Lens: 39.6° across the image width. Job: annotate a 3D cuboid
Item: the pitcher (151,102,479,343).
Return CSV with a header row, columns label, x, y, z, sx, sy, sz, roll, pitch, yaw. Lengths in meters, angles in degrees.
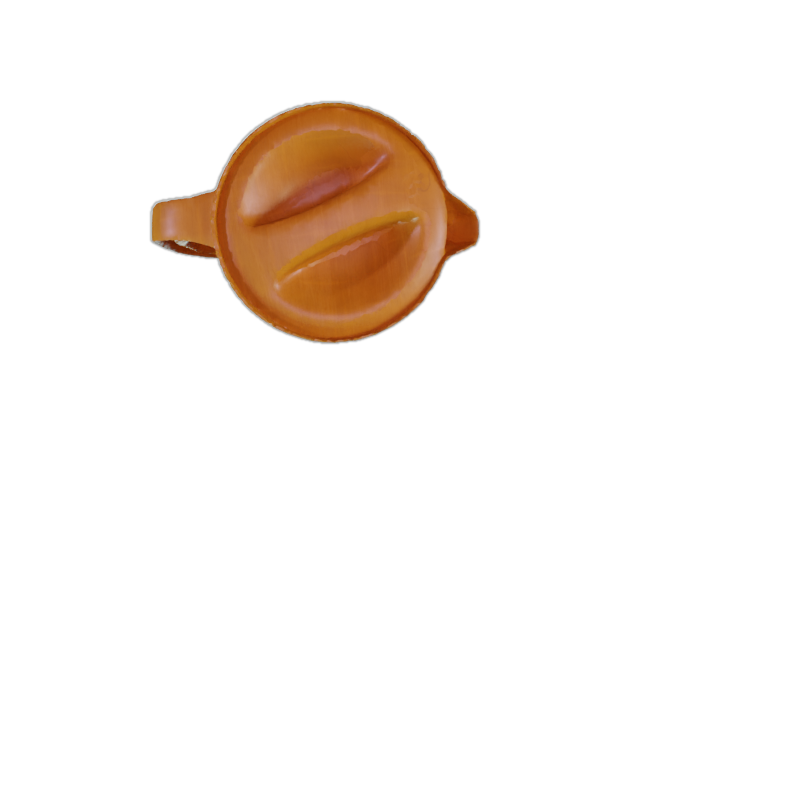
label,x,y,z,sx,sy,sz,roll,pitch,yaw
pitcher,-0.056,-0.103,0.720,0.150,0.145,0.242,45,-3,-2
